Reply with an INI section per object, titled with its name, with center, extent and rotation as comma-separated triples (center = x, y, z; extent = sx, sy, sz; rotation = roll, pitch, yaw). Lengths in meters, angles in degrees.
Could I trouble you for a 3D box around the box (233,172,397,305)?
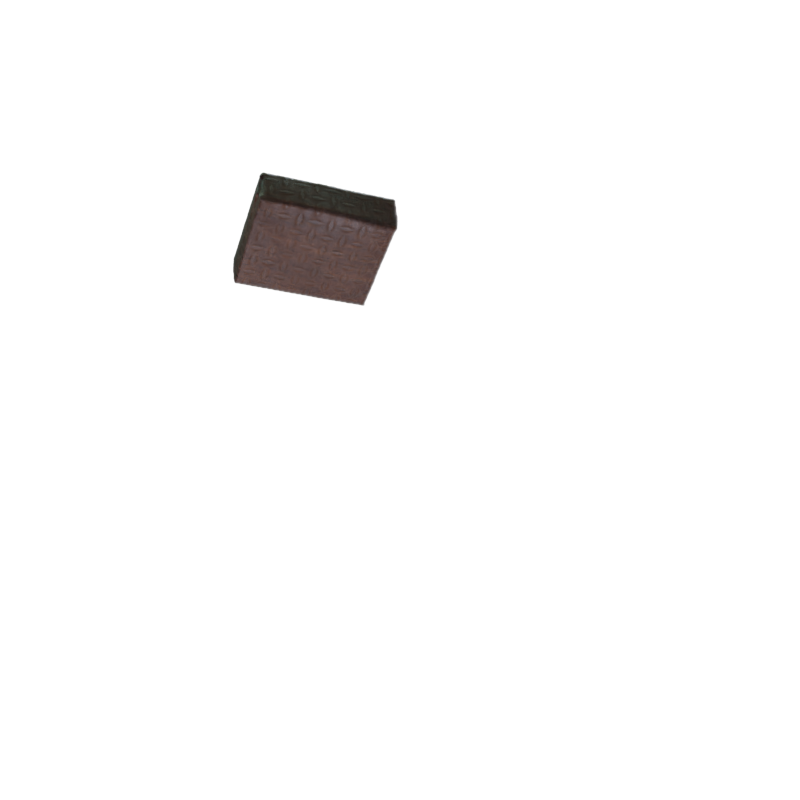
[box]
center = -0.069, -0.125, 0.878
extent = 0.111, 0.042, 0.085
rotation = 12, -47, -12
